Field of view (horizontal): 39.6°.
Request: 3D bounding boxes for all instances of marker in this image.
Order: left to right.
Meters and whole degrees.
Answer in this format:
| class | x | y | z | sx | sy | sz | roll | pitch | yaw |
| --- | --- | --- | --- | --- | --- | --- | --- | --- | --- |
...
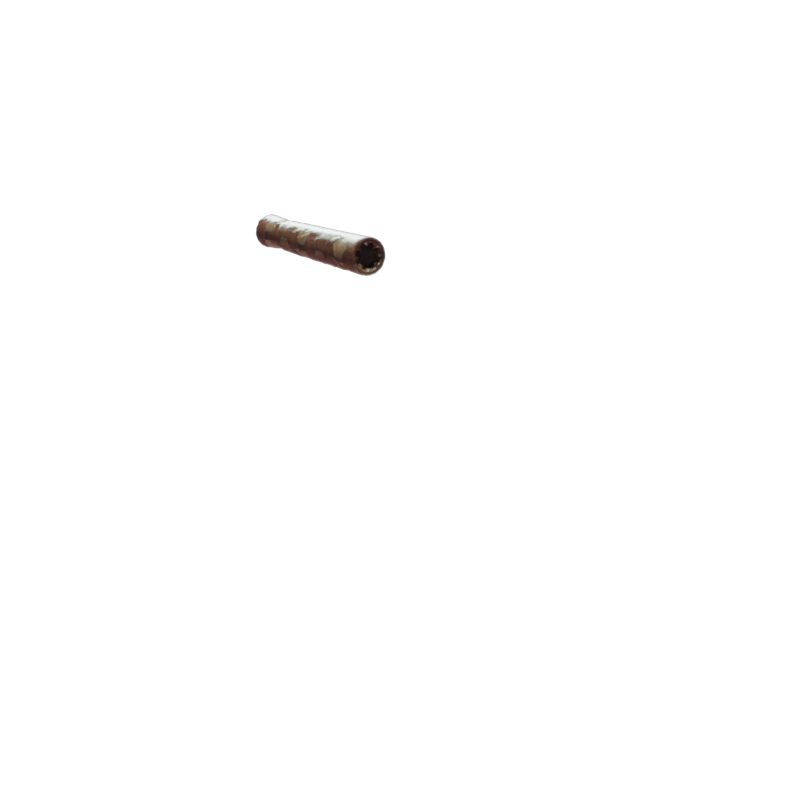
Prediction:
| class | x | y | z | sx | sy | sz | roll | pitch | yaw |
| --- | --- | --- | --- | --- | --- | --- | --- | --- | --- |
| marker | -0.045 | -0.082 | 0.577 | 0.019 | 0.019 | 0.127 | -2 | 14 | -29 |
